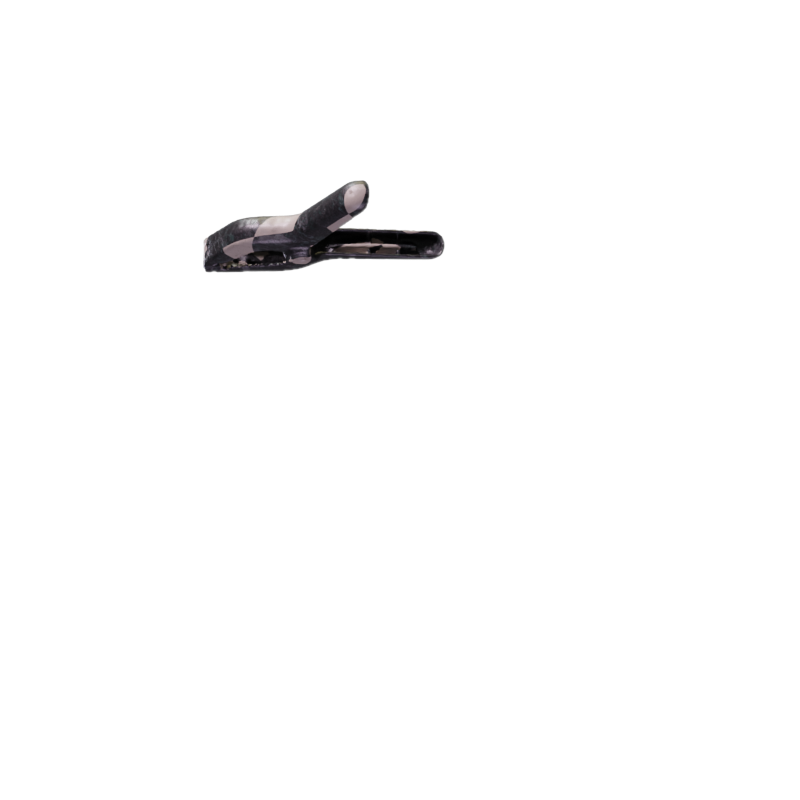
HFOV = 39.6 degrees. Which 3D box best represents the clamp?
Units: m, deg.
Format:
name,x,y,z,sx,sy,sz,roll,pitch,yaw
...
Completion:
name,x,y,z,sx,sy,sz,roll,pitch,yaw
clamp,-0.076,-0.138,0.965,0.215,0.038,0.155,-8,-14,32
